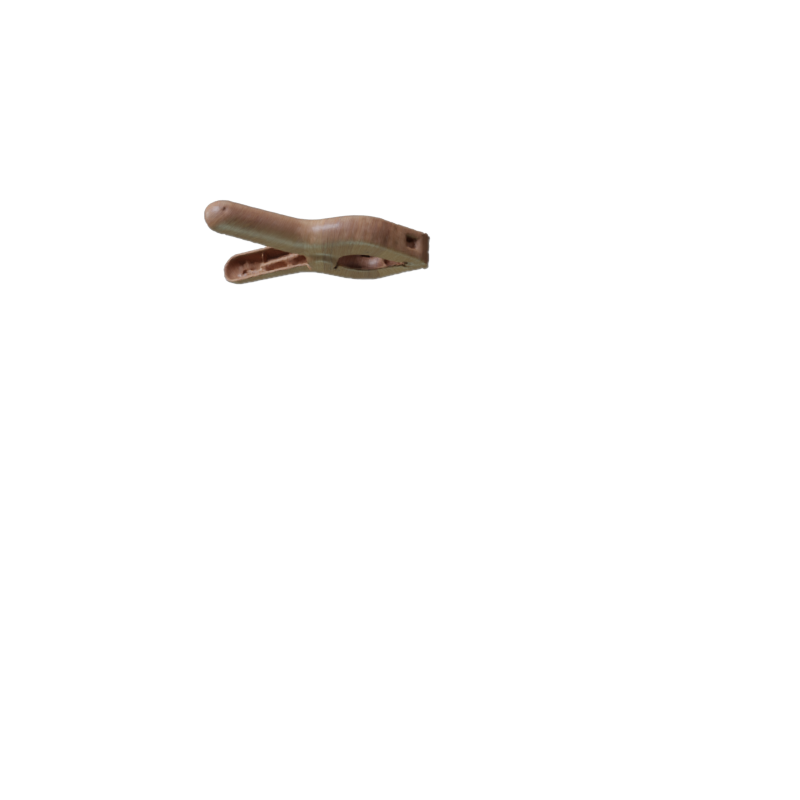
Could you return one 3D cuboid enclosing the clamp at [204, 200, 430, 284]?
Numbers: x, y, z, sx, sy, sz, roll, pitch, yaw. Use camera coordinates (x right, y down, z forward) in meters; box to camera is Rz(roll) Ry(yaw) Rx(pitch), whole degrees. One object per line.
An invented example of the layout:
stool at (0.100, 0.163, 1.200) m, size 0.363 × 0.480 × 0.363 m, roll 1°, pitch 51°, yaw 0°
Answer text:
clamp at (-0.066, -0.120, 0.841) m, size 0.174 × 0.041 × 0.114 m, roll -2°, pitch -12°, yaw 10°
